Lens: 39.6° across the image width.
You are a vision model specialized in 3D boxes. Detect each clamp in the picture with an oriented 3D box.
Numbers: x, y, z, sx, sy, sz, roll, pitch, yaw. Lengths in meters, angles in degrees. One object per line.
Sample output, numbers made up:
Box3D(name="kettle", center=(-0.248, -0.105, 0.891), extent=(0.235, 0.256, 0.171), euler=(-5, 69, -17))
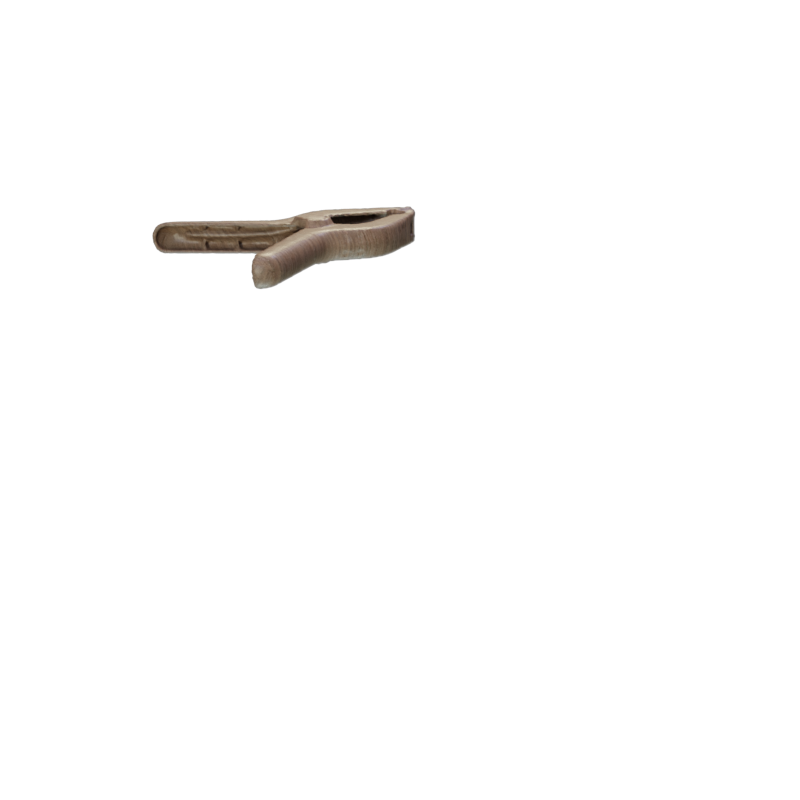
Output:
Box3D(name="clamp", center=(-0.067, -0.123, 0.861), extent=(0.205, 0.035, 0.175), euler=(-11, 23, -28))
